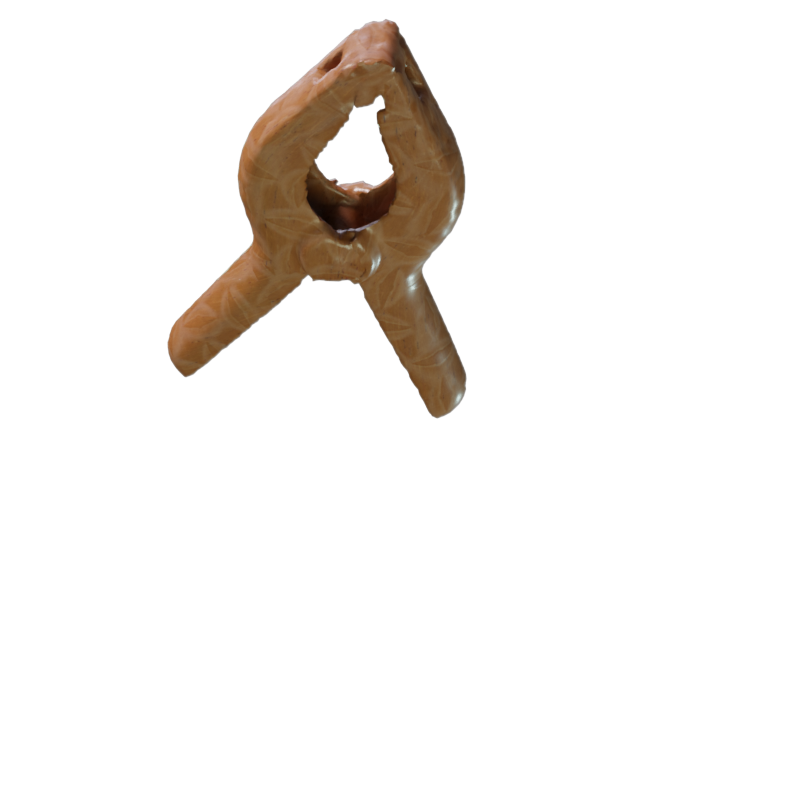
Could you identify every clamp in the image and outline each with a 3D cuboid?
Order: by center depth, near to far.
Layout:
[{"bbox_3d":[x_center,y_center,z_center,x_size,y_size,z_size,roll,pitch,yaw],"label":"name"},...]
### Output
[{"bbox_3d":[-0.032,-0.058,0.406,0.120,0.160,0.042,0,41,-1],"label":"clamp"}]
